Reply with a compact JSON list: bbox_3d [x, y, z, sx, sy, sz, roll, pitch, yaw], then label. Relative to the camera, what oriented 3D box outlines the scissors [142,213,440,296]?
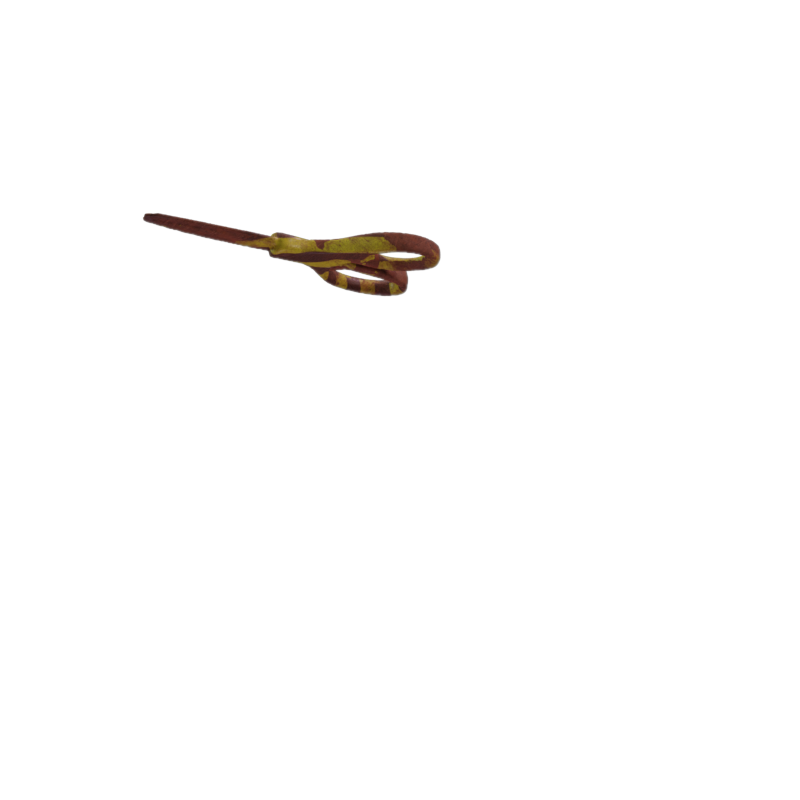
[{"bbox_3d":[-0.056,-0.102,0.712,0.098,0.016,0.190,-15,-21,42],"label":"scissors"}]
